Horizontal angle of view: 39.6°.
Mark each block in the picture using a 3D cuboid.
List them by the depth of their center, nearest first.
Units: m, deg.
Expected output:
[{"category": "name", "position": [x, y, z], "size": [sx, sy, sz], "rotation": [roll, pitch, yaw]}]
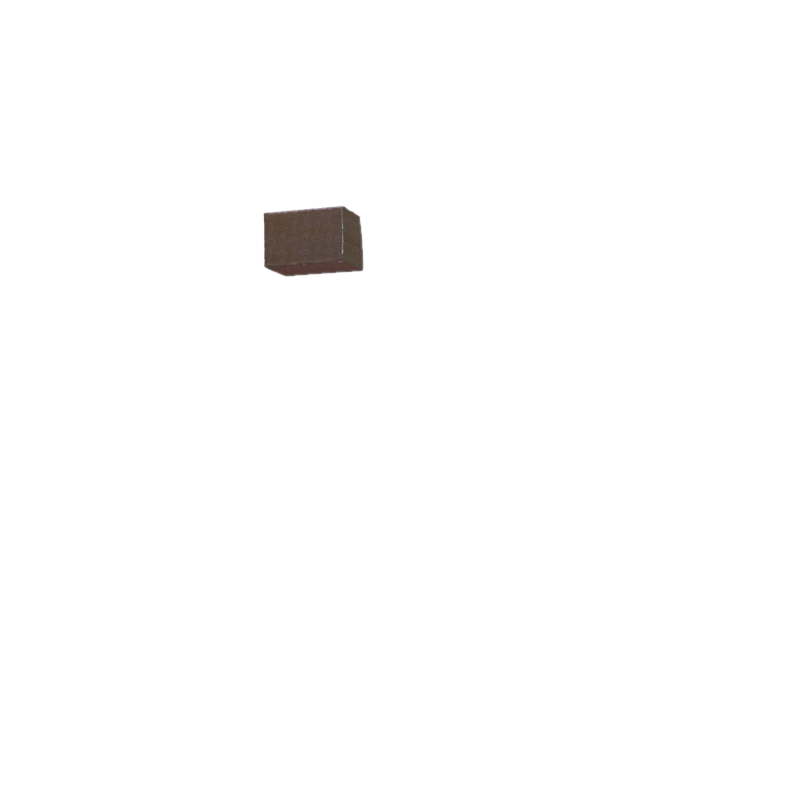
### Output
[{"category": "block", "position": [-0.078, -0.142, 0.993], "size": [0.080, 0.052, 0.050], "rotation": [-2, -8, 19]}]
